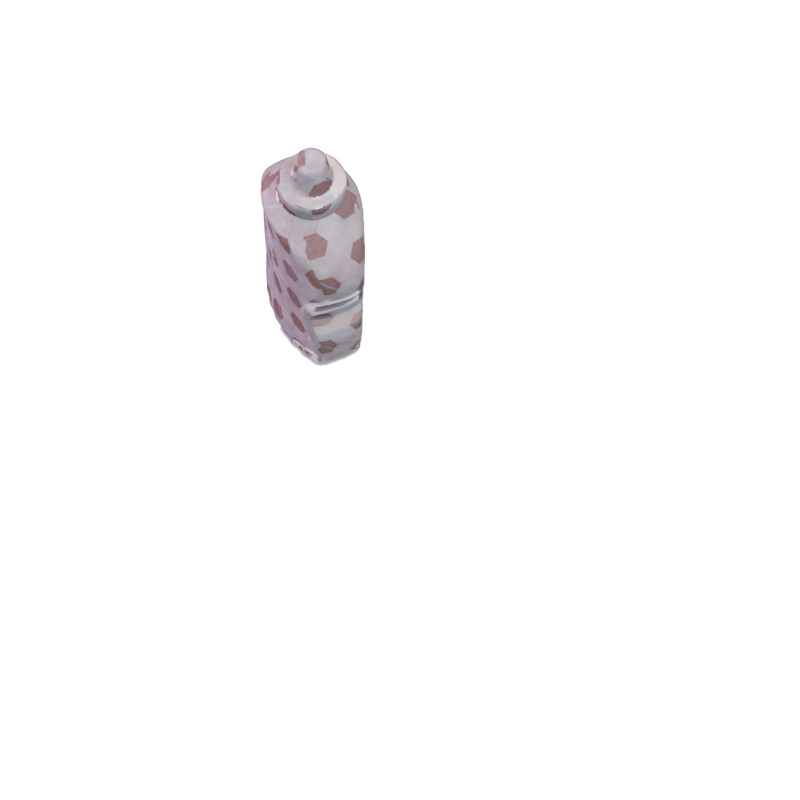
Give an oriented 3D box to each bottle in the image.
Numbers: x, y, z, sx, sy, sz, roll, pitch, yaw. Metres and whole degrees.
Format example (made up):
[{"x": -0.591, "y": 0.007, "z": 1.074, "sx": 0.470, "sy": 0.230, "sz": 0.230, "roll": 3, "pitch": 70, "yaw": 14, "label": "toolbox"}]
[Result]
[{"x": -0.056, "y": -0.100, "z": 0.704, "sx": 0.058, "sy": 0.102, "sz": 0.182, "roll": -19, "pitch": -21, "yaw": -12, "label": "bottle"}]
